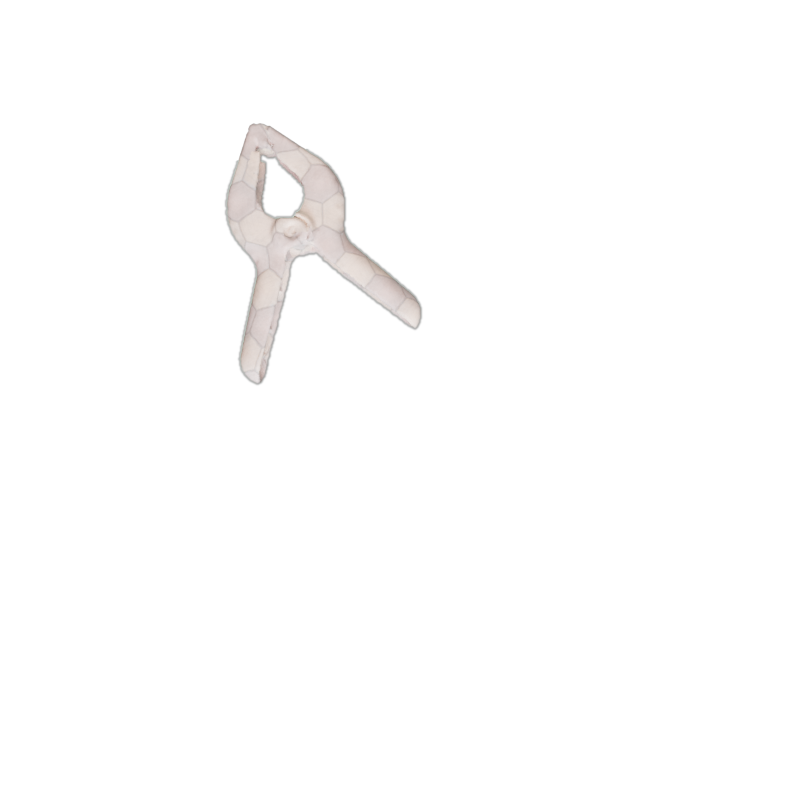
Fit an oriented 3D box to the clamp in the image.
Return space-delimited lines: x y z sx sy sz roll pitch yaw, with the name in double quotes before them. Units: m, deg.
"clamp" -0.057 -0.104 0.729 0.120 0.177 0.038 -10 -12 -3
